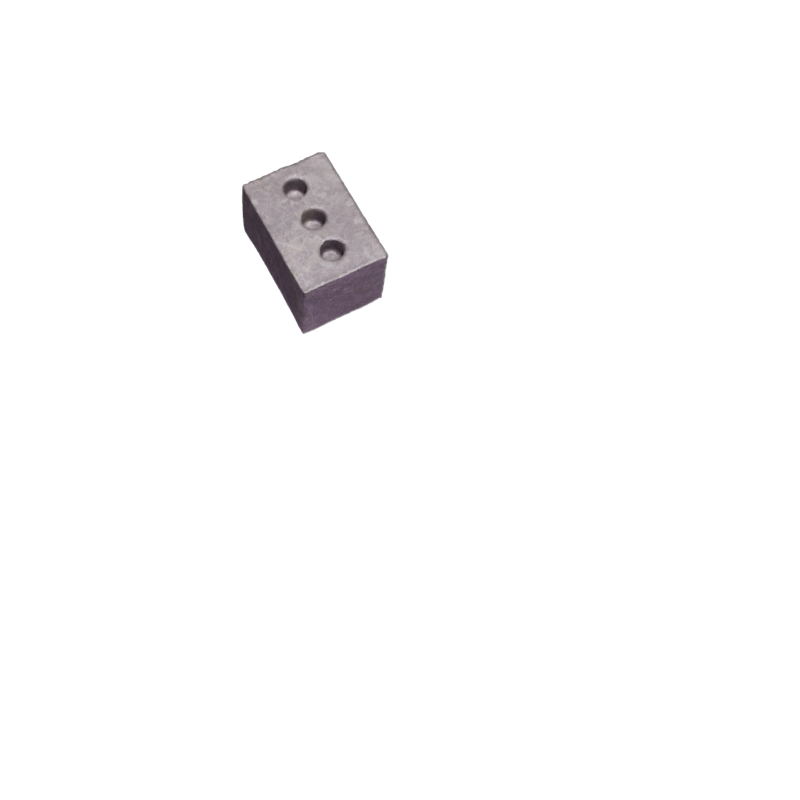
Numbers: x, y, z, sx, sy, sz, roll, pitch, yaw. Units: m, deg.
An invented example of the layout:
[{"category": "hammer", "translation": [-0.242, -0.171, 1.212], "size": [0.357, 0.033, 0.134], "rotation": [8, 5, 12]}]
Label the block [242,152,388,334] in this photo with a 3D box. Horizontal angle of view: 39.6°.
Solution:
[{"category": "block", "translation": [-0.048, -0.088, 0.613], "size": [0.052, 0.083, 0.048], "rotation": [-25, -24, -14]}]
